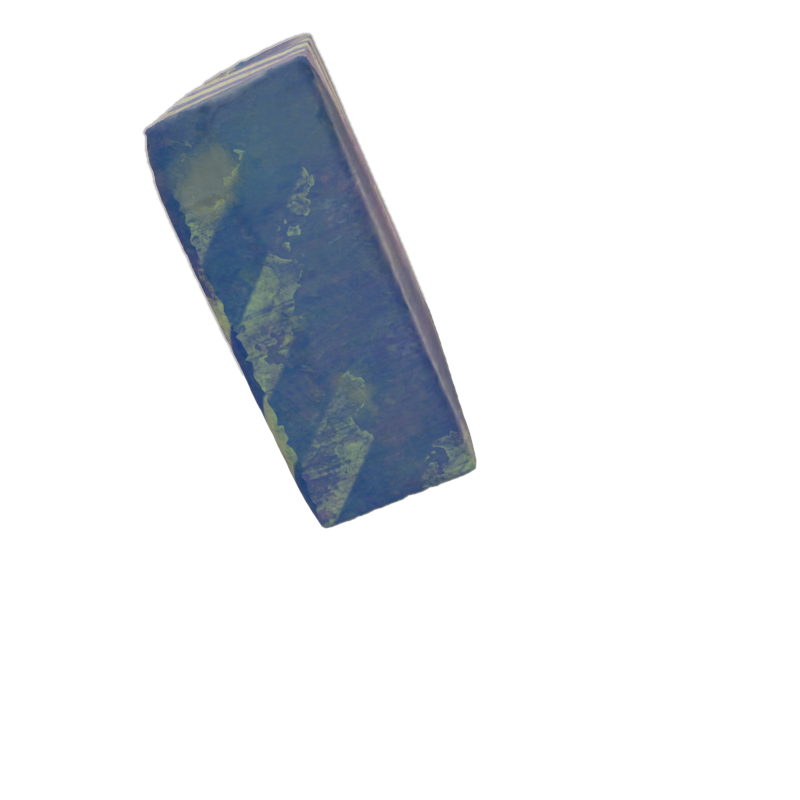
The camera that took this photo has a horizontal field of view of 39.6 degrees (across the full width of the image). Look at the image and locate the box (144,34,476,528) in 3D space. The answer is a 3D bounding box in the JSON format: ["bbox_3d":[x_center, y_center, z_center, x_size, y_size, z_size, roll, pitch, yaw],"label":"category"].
[{"bbox_3d":[-0.038,-0.070,0.490,0.072,0.158,0.222,-23,17,4],"label":"box"}]
